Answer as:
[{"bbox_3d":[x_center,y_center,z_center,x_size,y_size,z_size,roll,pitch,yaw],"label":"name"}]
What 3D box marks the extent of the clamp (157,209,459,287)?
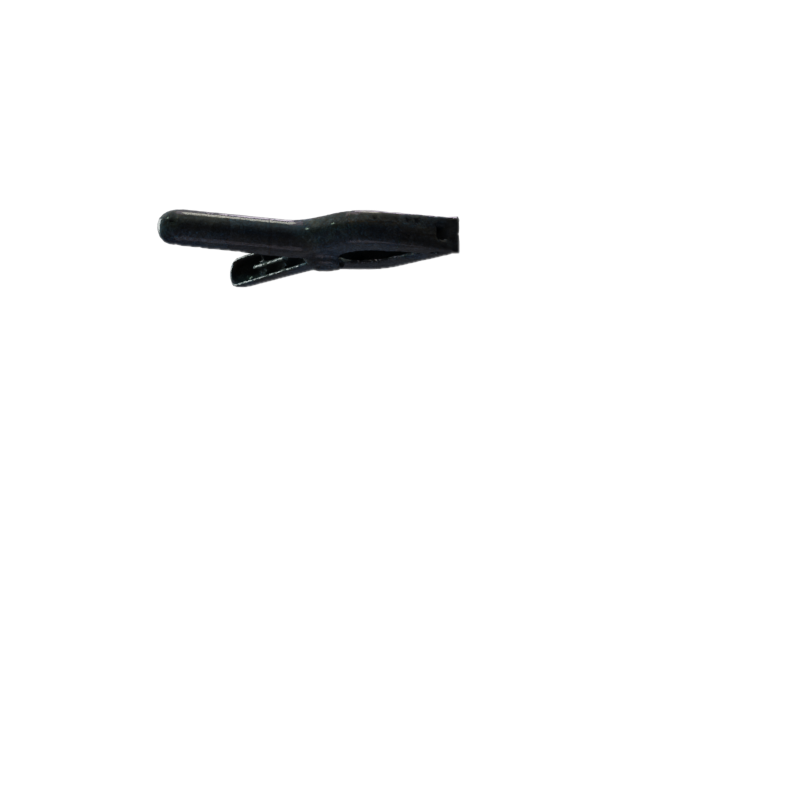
[{"bbox_3d":[-0.064,-0.117,0.817,0.215,0.037,0.157,-2,-7,20],"label":"clamp"}]
